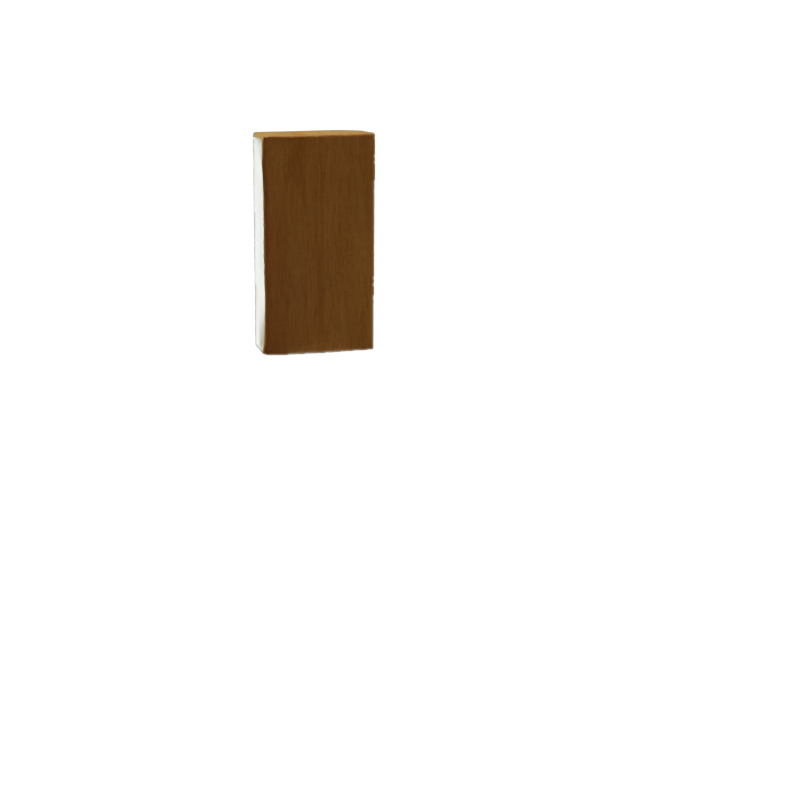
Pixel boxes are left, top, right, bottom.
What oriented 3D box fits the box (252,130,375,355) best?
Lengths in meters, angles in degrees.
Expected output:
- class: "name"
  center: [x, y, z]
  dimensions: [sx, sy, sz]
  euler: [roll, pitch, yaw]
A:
- class: "box"
  center: [-0.069, -0.126, 0.886]
  dimensions: [0.091, 0.173, 0.050]
  euler: [-3, 9, -17]
